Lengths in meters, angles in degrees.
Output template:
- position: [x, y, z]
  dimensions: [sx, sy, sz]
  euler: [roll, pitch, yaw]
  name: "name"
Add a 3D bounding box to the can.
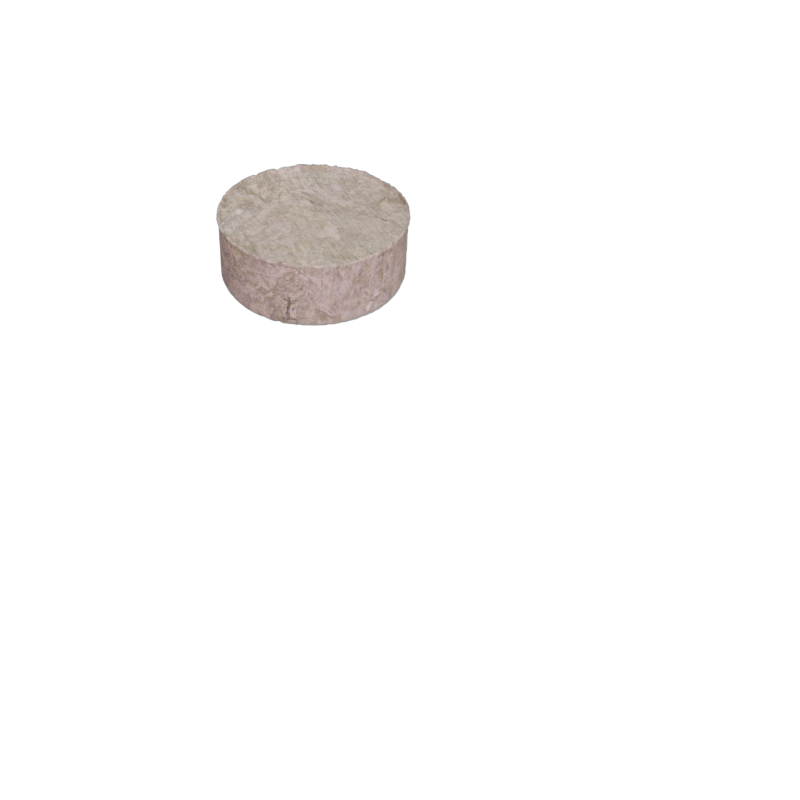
- position: [-0.039, -0.071, 0.499]
  dimensions: [0.086, 0.031, 0.092]
  euler: [-1, 38, -2]
  name: "can"
